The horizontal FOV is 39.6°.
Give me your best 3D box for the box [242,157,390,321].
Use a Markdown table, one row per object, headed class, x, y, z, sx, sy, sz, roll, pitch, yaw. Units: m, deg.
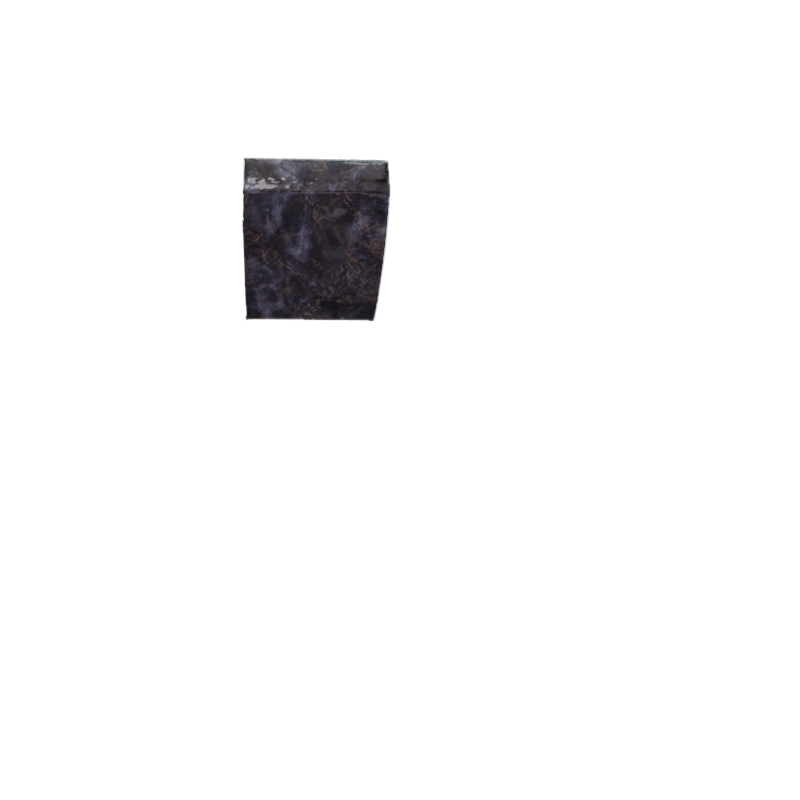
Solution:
| class | x | y | z | sx | sy | sz | roll | pitch | yaw |
| --- | --- | --- | --- | --- | --- | --- | --- | --- | --- |
| box | -0.055 | -0.100 | 0.703 | 0.089 | 0.106 | 0.042 | 2 | 43 | -3 |
